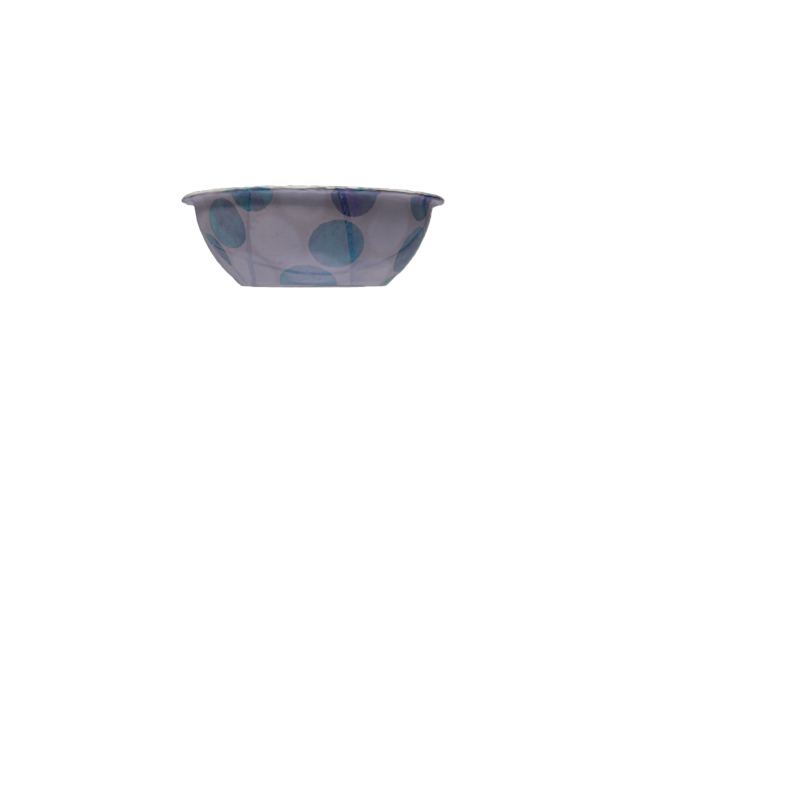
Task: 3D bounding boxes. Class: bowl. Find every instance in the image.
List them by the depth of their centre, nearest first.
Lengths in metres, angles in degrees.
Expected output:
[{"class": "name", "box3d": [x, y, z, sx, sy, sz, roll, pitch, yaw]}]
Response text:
[{"class": "bowl", "box3d": [-0.053, -0.098, 0.683, 0.162, 0.055, 0.162, 0, 4, -2]}]
